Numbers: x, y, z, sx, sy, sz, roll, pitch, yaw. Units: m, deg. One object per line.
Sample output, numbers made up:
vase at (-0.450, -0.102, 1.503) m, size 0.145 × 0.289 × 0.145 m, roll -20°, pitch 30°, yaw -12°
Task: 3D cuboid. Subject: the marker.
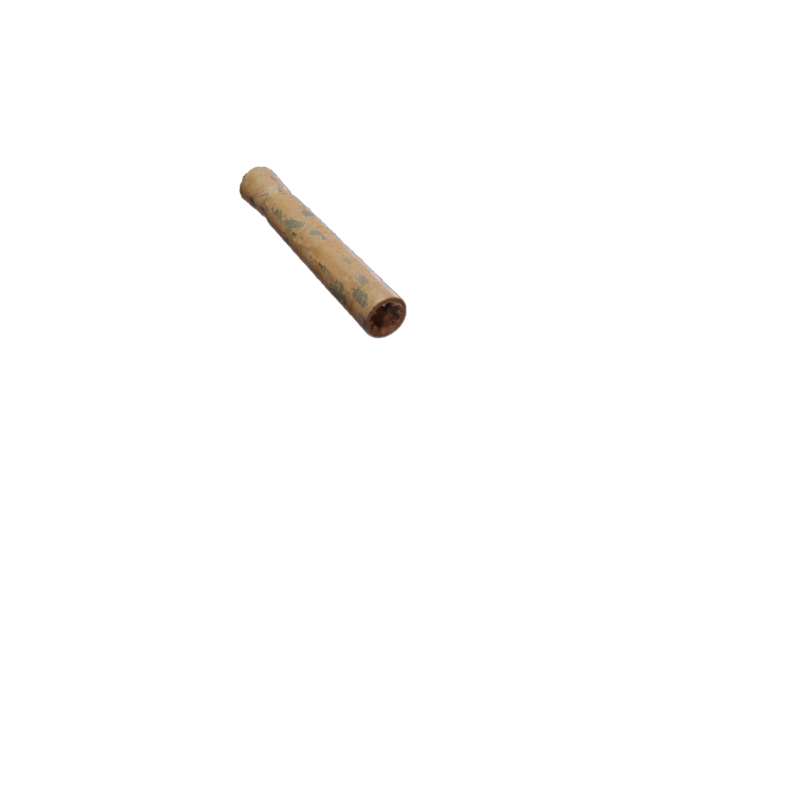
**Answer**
marker at (-0.036, -0.066, 0.463) m, size 0.019 × 0.019 × 0.131 m, roll -2°, pitch 34°, yaw -33°
